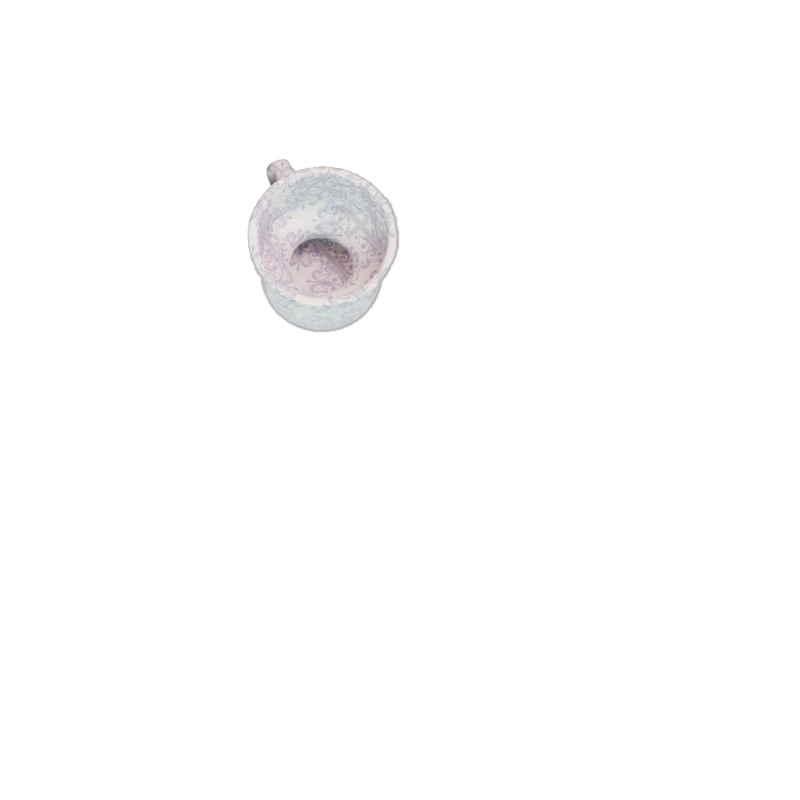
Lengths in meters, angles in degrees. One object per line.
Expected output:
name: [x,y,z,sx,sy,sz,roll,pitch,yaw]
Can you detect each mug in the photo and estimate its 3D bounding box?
mug: [-0.057,-0.103,0.722,0.093,0.122,0.078,-29,-15,-10]
